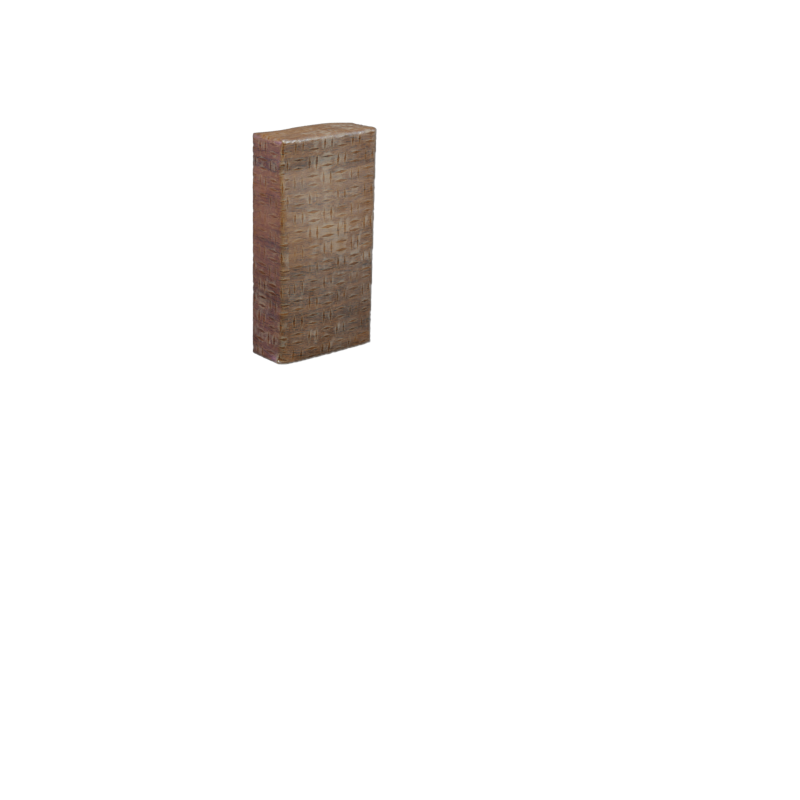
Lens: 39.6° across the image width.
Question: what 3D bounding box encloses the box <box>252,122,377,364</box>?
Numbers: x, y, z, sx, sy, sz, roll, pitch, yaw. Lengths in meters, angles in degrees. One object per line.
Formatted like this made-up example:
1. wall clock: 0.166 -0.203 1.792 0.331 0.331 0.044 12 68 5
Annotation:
1. box: -0.067 -0.122 0.853 0.091 0.170 0.051 -13 20 -39
